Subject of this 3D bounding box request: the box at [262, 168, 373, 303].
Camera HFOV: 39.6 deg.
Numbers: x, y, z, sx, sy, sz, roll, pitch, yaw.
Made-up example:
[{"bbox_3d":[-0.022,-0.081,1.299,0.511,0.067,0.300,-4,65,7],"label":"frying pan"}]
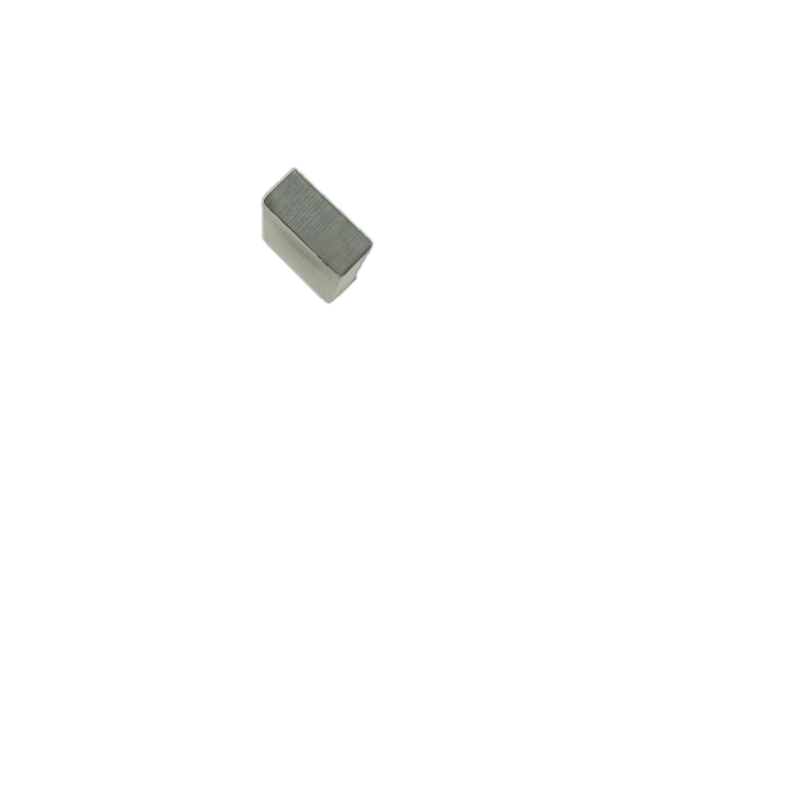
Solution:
[{"bbox_3d":[-0.077,-0.140,0.981,0.094,0.048,0.174,44,-4,-1],"label":"box"}]
